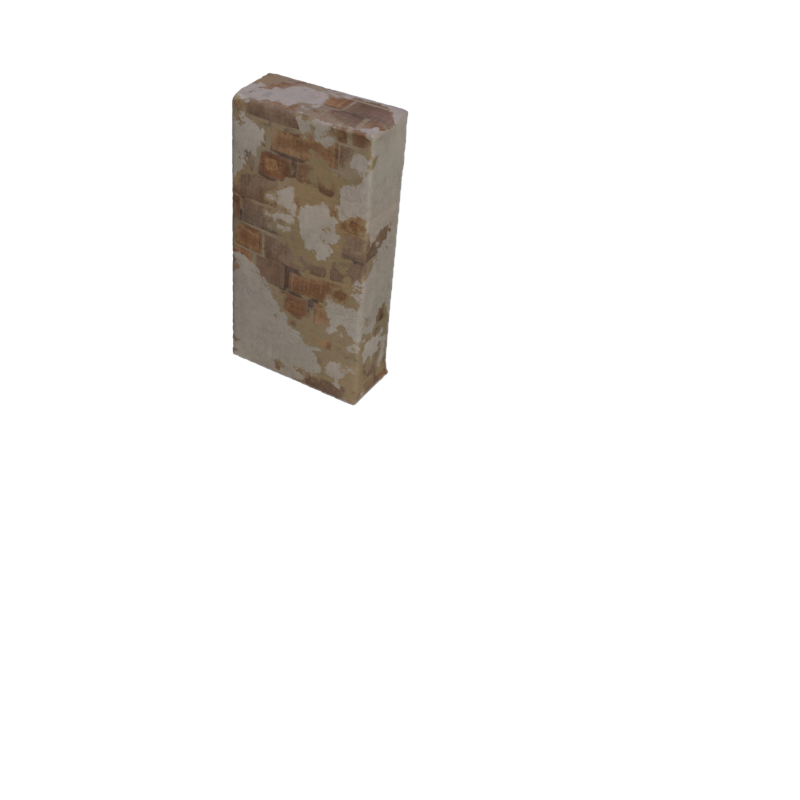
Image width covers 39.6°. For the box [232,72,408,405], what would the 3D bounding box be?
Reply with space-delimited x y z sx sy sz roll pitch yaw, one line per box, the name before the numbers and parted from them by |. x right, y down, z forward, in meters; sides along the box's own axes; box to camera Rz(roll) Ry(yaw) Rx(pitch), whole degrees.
box | -0.050 -0.091 0.637 0.098 0.165 0.049 21 39 25
